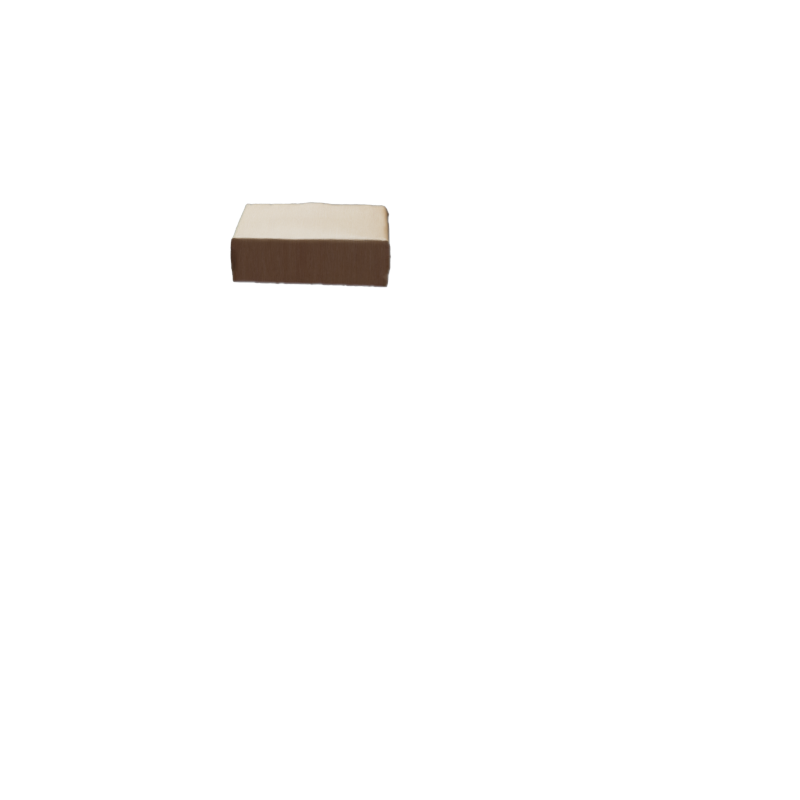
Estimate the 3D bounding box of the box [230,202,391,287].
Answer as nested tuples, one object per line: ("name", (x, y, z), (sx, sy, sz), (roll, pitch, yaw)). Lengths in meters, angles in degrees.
("box", (-0.050, -0.092, 0.644), (0.089, 0.029, 0.076), (1, 24, 1))
